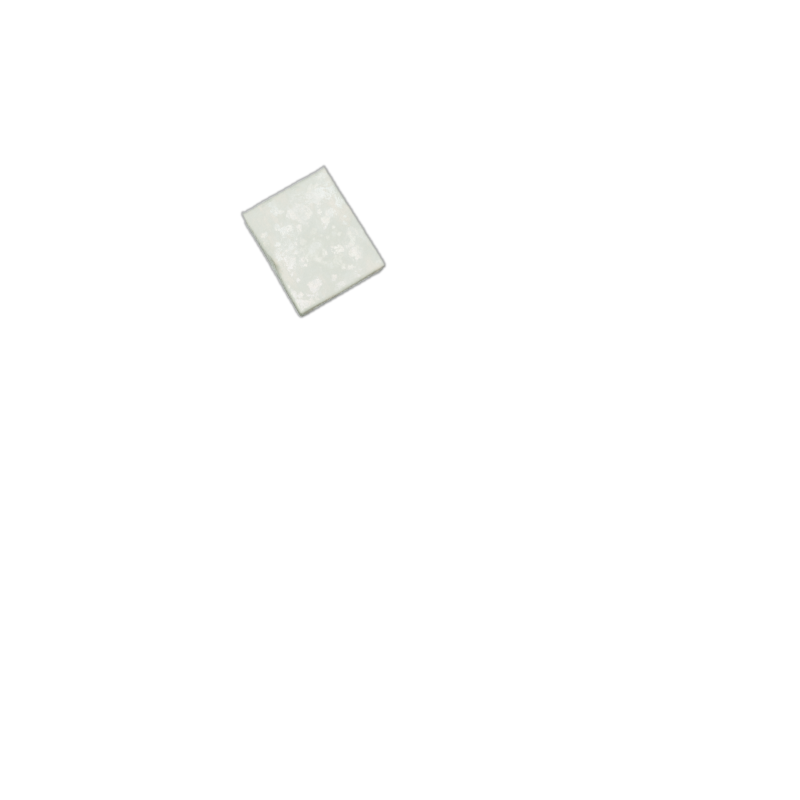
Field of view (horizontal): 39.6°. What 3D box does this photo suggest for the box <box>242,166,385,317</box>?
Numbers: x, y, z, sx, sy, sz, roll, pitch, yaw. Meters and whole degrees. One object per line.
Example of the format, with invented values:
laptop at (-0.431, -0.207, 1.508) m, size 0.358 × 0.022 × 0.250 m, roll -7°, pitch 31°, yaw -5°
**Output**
box at (-0.065, -0.118, 0.827) m, size 0.073 × 0.091 × 0.029 m, roll -30°, pitch -7°, yaw -5°
